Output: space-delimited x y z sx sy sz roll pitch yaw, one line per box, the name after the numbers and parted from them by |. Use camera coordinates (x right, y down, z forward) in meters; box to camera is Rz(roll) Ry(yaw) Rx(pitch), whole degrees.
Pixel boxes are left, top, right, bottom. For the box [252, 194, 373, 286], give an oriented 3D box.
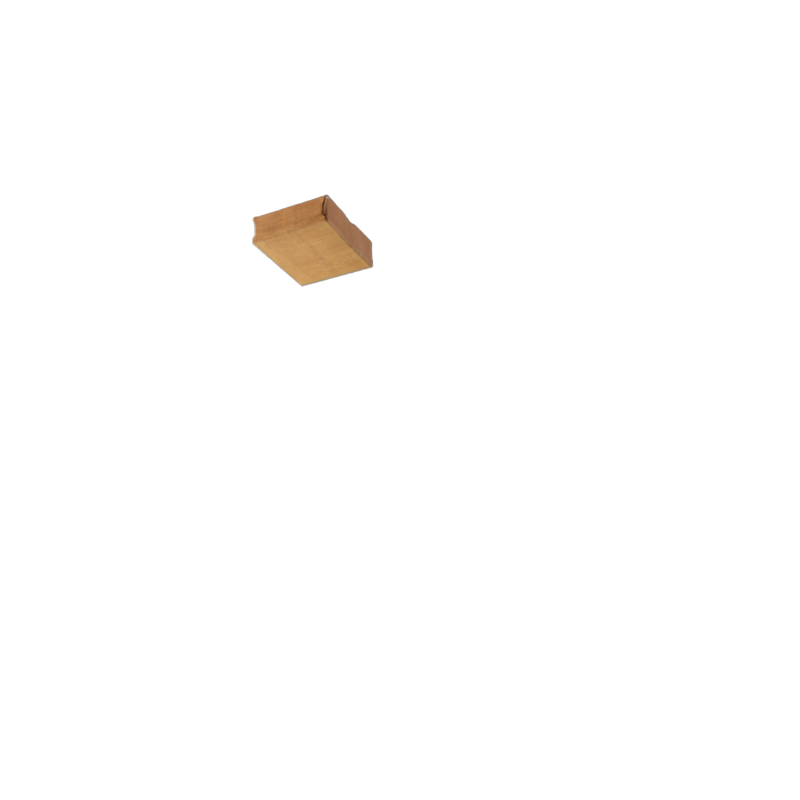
-0.075 -0.137 0.958 0.074 0.032 0.083 -14 -30 24 | box
